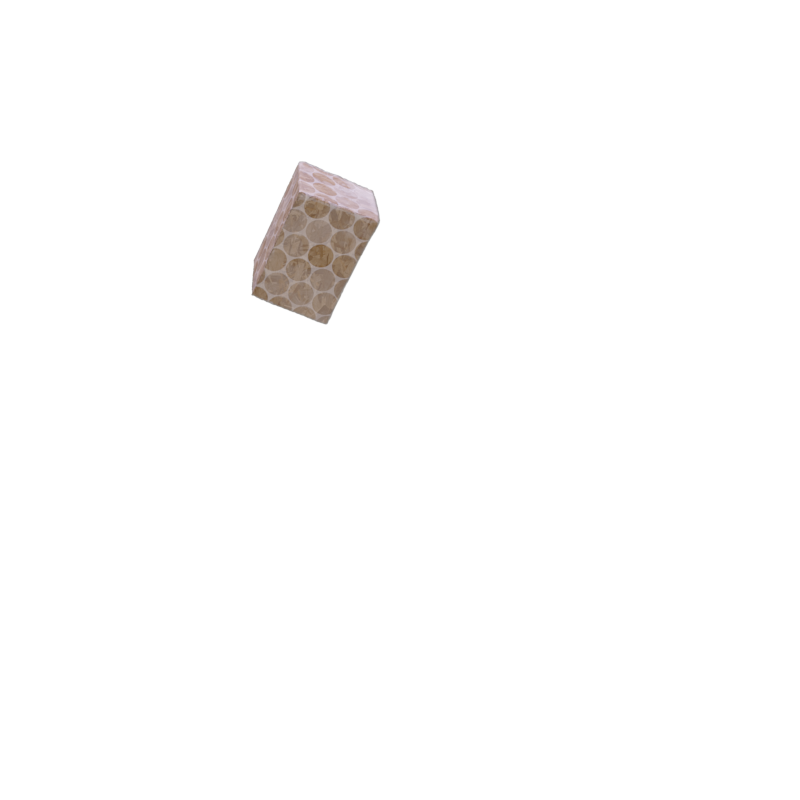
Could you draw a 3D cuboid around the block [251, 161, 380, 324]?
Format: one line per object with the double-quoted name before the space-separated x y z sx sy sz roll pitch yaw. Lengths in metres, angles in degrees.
"block" -0.053 -0.097 0.679 0.051 0.075 0.054 22 26 -14
